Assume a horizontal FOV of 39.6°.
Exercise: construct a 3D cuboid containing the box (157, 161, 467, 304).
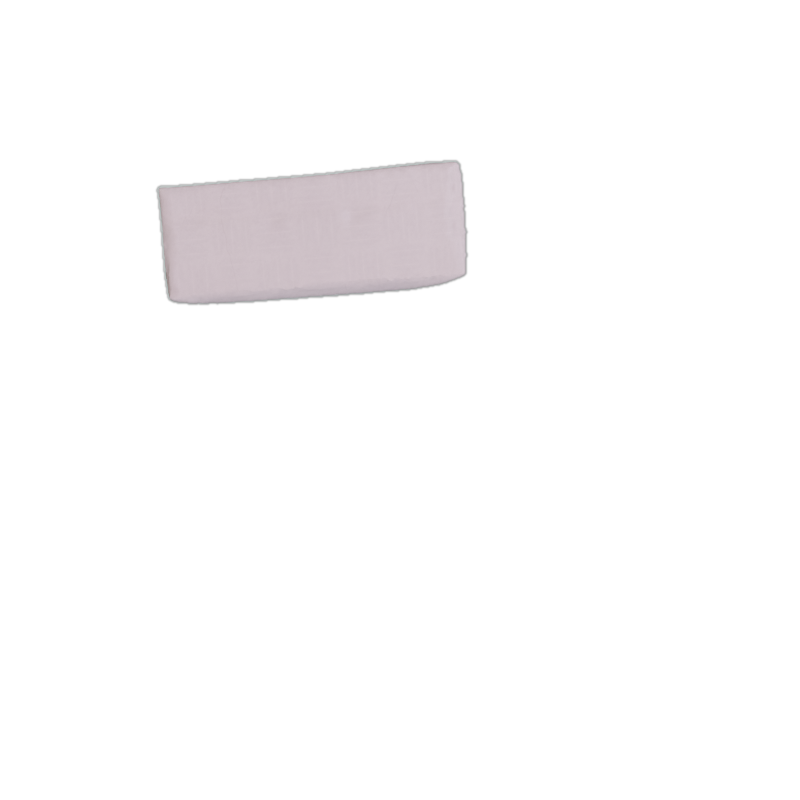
[{"bbox_3d":[-0.054,-0.099,0.693,0.164,0.071,0.215,-6,6,-2],"label":"box"}]
